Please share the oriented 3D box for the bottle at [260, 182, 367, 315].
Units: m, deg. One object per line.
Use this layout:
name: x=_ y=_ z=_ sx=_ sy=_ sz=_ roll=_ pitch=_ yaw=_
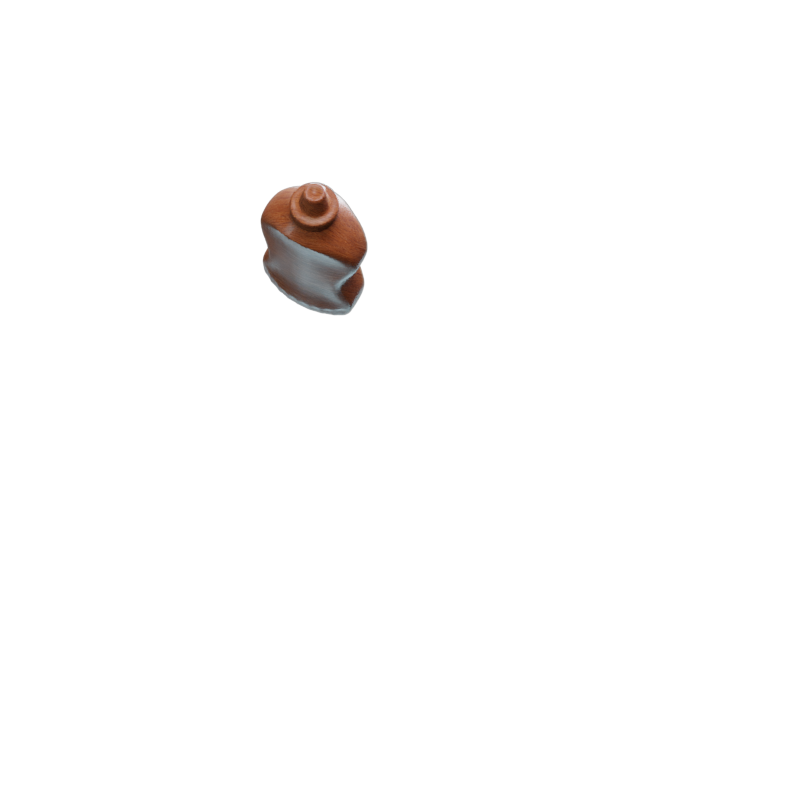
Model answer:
bottle: x=-0.076 y=-0.140 z=0.975 sx=0.098 sy=0.060 sz=0.183 roll=31 pitch=-17 yaw=7
